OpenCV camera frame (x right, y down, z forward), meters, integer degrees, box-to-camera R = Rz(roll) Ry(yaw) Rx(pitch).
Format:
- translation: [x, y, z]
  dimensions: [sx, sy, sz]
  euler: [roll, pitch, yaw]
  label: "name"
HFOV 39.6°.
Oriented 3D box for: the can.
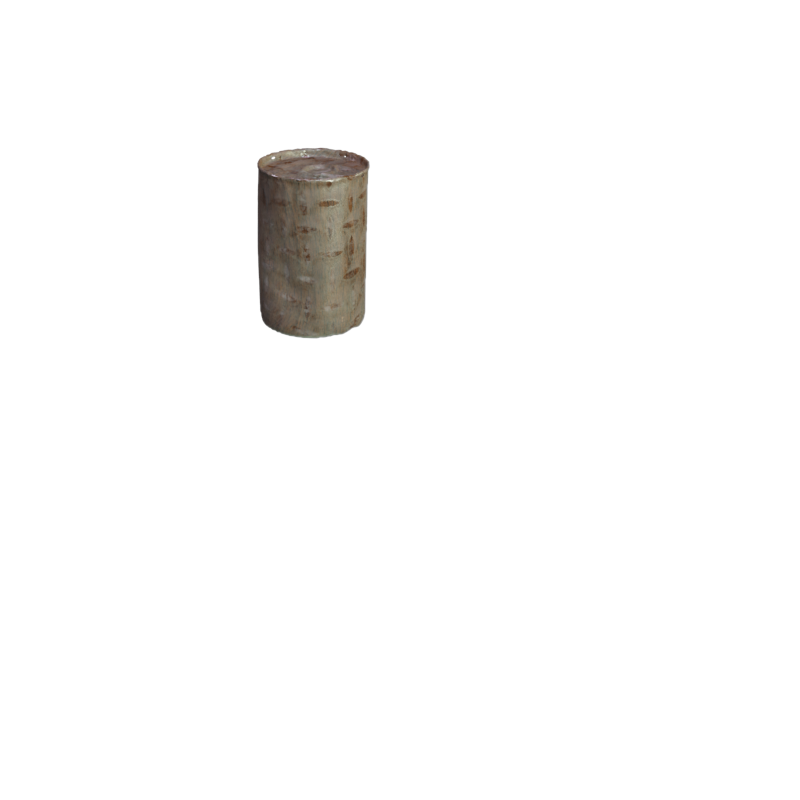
- translation: [-0.054, -0.098, 0.684]
  dimensions: [0.068, 0.097, 0.072]
  euler: [0, 23, -2]
  label: "can"
